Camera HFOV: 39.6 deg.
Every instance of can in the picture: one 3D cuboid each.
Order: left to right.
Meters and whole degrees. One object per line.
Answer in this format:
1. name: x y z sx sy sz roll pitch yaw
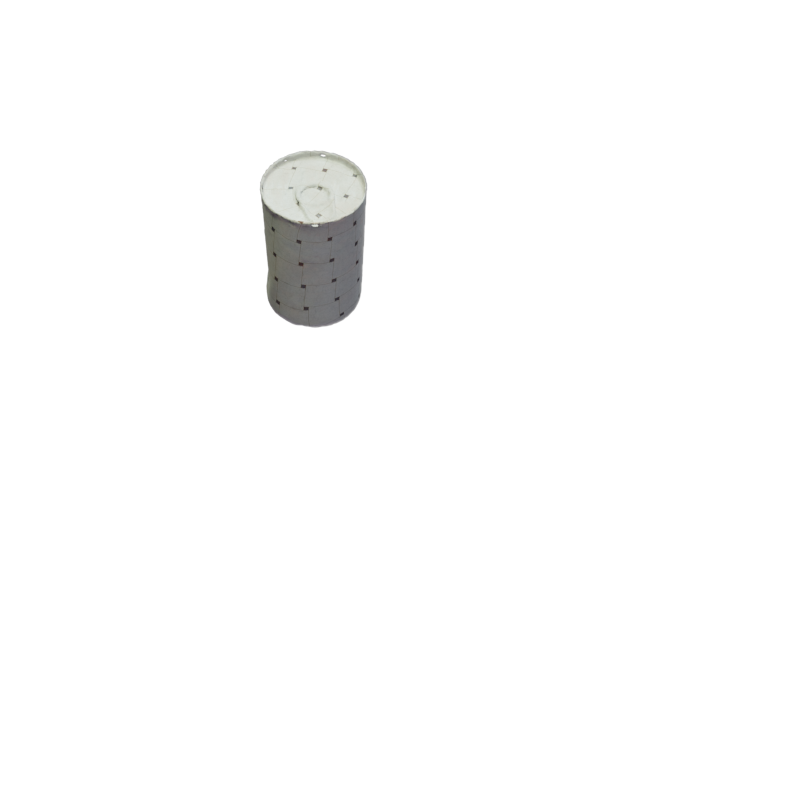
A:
1. can: -0.058 -0.105 0.735 0.068 0.074 0.095 0 -41 -3
